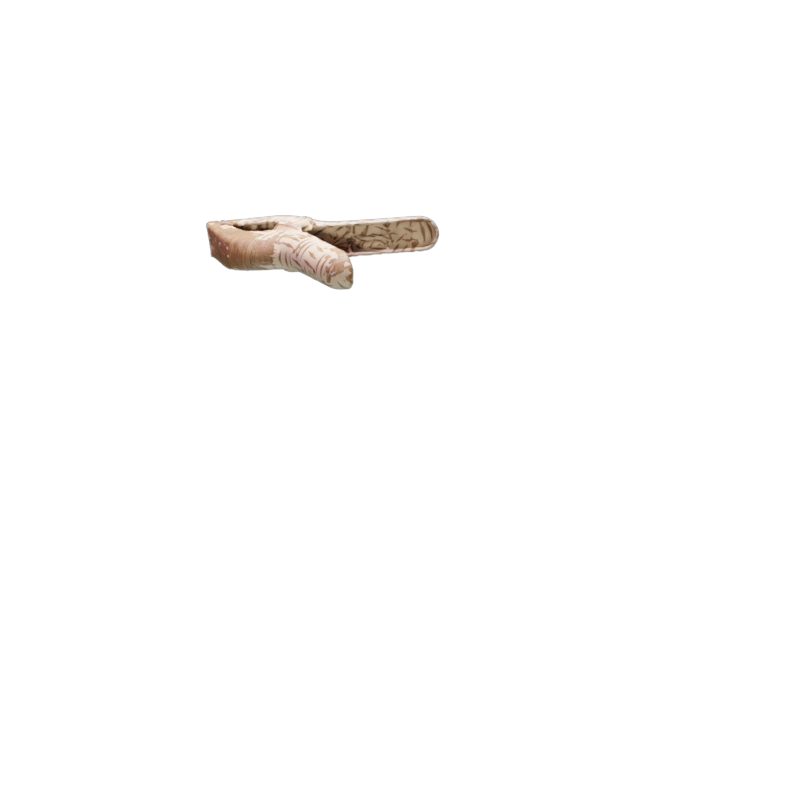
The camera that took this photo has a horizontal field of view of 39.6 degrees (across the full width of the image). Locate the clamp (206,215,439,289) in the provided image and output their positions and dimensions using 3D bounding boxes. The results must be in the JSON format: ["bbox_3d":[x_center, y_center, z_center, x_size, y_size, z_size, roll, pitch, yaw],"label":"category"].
[{"bbox_3d":[-0.062,-0.112,0.787,0.181,0.038,0.118,16,24,41],"label":"clamp"}]
